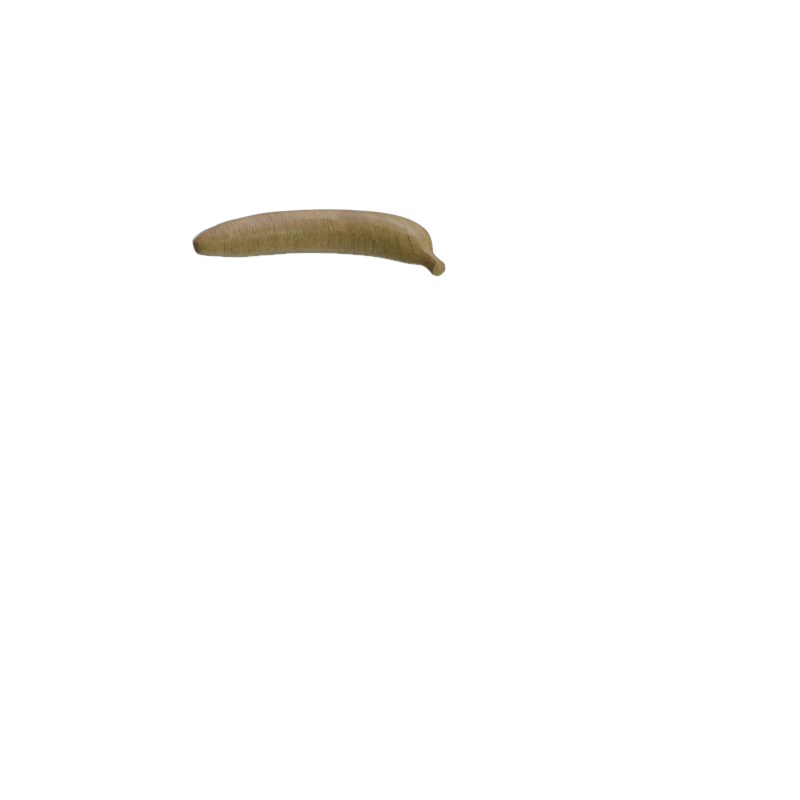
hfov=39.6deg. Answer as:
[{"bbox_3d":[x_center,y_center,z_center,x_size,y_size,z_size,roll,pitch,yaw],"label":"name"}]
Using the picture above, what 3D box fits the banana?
[{"bbox_3d":[-0.060,-0.128,0.868,0.201,0.035,0.071,5,21,11],"label":"banana"}]
